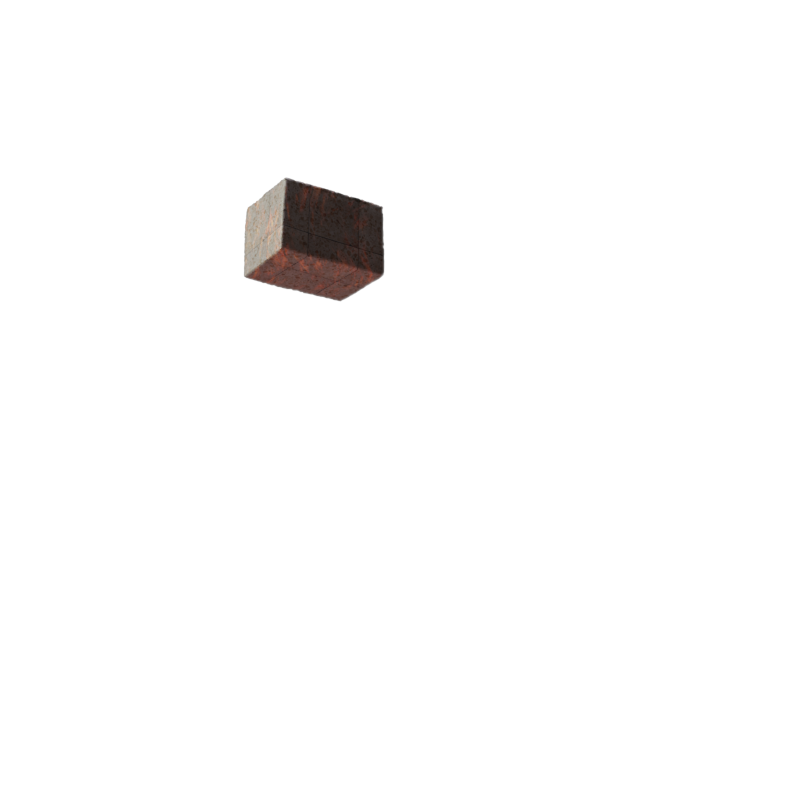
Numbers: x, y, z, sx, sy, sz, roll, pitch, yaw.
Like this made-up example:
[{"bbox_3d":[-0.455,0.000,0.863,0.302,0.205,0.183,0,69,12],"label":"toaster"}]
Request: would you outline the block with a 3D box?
[{"bbox_3d":[-0.056,-0.103,0.720,0.074,0.054,0.052,13,-26,-31],"label":"block"}]
